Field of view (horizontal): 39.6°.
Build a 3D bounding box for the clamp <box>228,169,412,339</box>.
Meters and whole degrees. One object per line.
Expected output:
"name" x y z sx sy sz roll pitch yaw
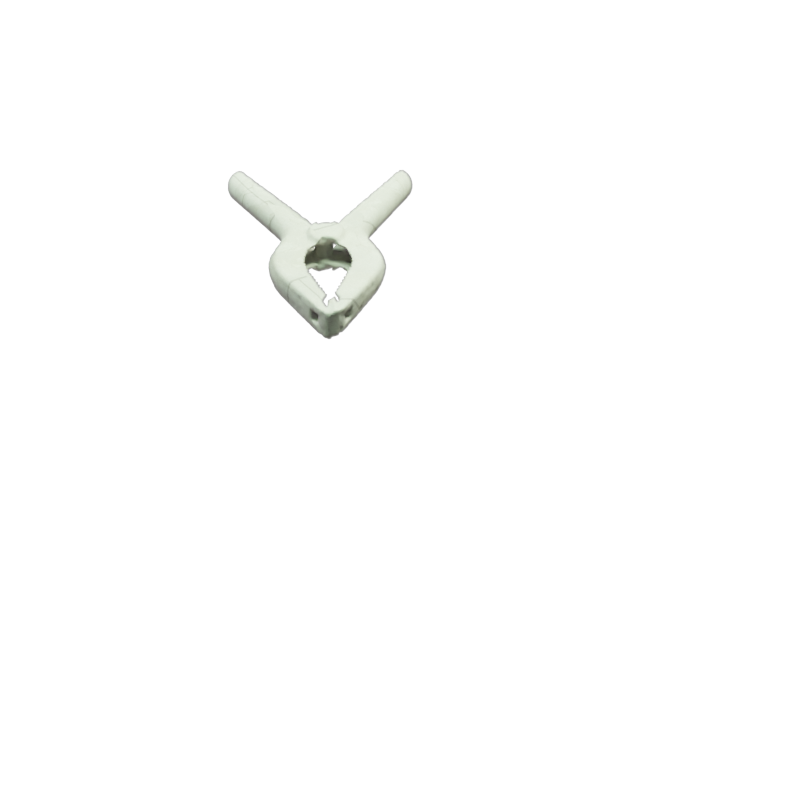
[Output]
"clamp" -0.073 -0.133 0.930 0.165 0.034 0.224 2 42 1
